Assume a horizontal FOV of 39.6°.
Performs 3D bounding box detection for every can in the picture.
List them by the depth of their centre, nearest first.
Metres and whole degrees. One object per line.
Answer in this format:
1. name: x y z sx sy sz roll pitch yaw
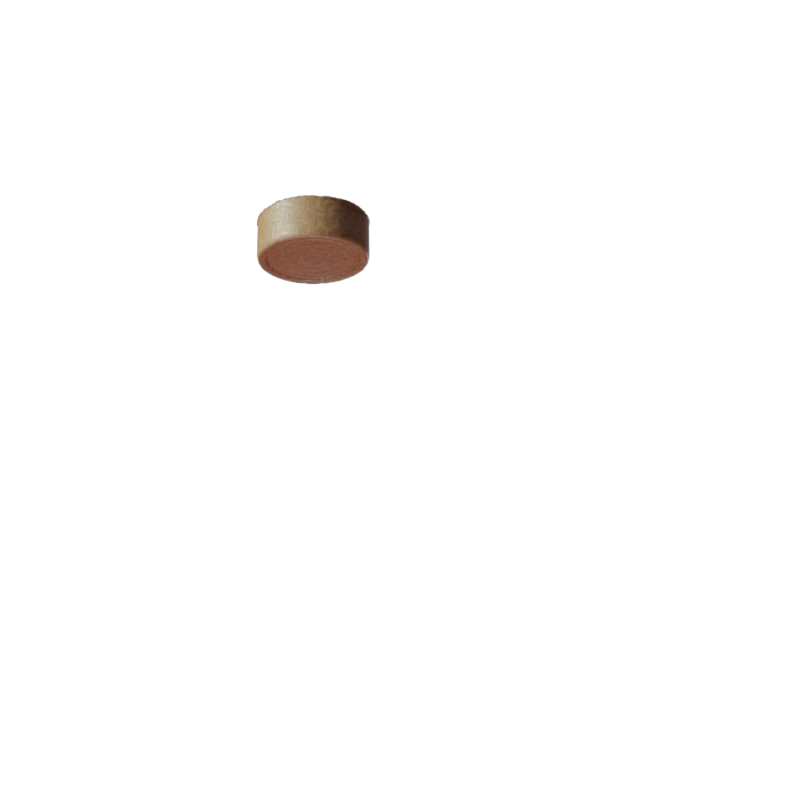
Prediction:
1. can: -0.065 -0.119 0.835 0.086 0.035 0.082 0 -21 -2
